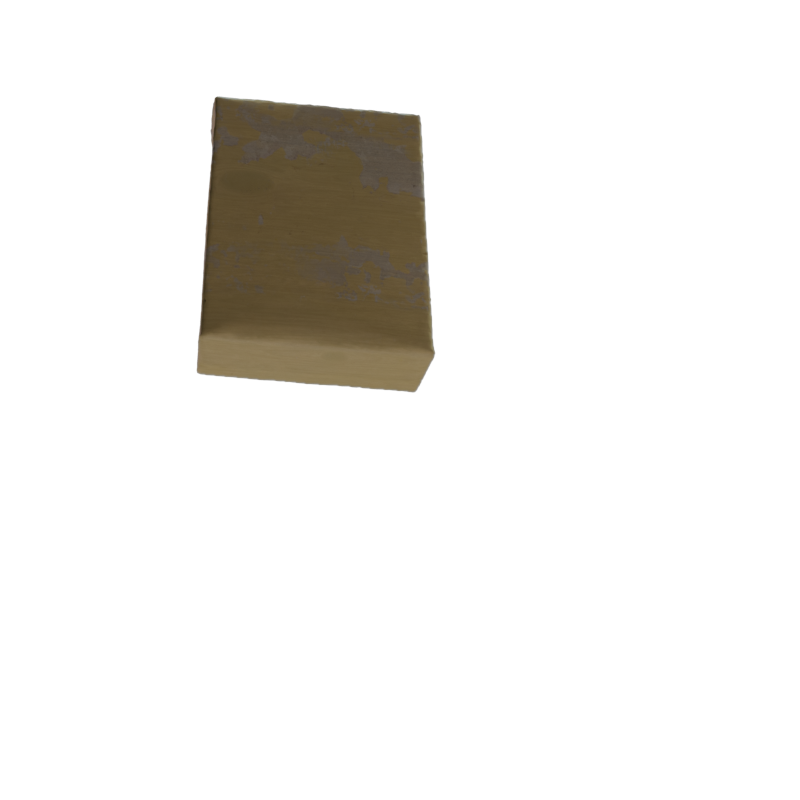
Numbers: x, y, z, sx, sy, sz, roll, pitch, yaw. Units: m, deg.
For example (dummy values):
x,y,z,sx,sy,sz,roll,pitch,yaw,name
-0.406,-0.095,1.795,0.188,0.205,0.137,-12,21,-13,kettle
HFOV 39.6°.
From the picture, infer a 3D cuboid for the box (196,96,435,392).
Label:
x,y,z,sx,sy,sz,roll,pitch,yaw,name
-0.065,-0.118,0.830,0.162,0.228,0.068,3,-31,-8,box
